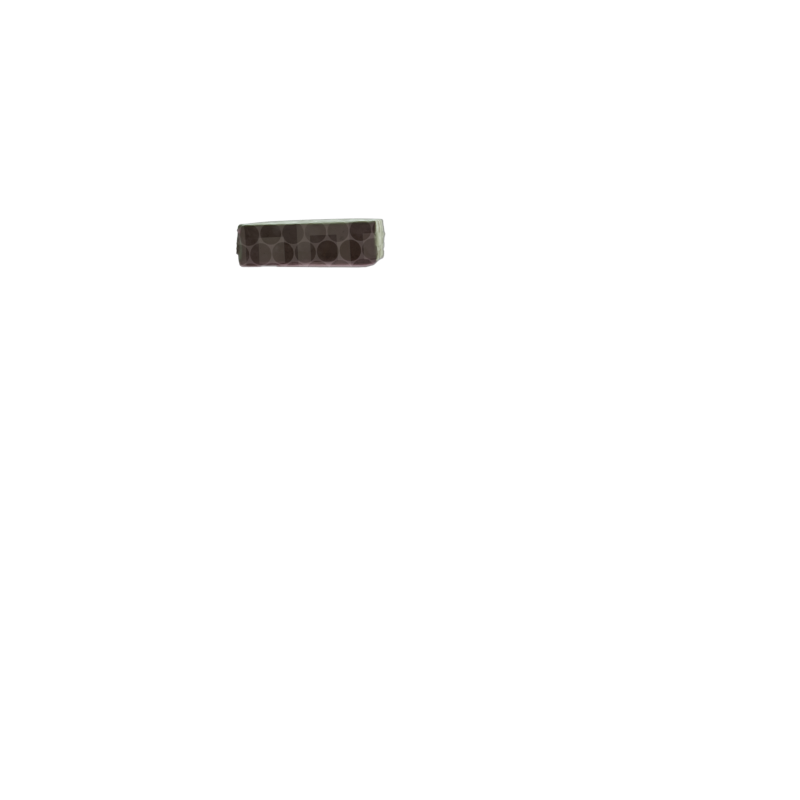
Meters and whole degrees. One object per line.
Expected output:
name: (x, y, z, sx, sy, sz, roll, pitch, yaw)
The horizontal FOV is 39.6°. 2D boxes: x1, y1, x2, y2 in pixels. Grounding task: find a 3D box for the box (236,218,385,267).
box: (-0.071, -0.130, 0.910, 0.114, 0.038, 0.091, 1, 10, 5)
